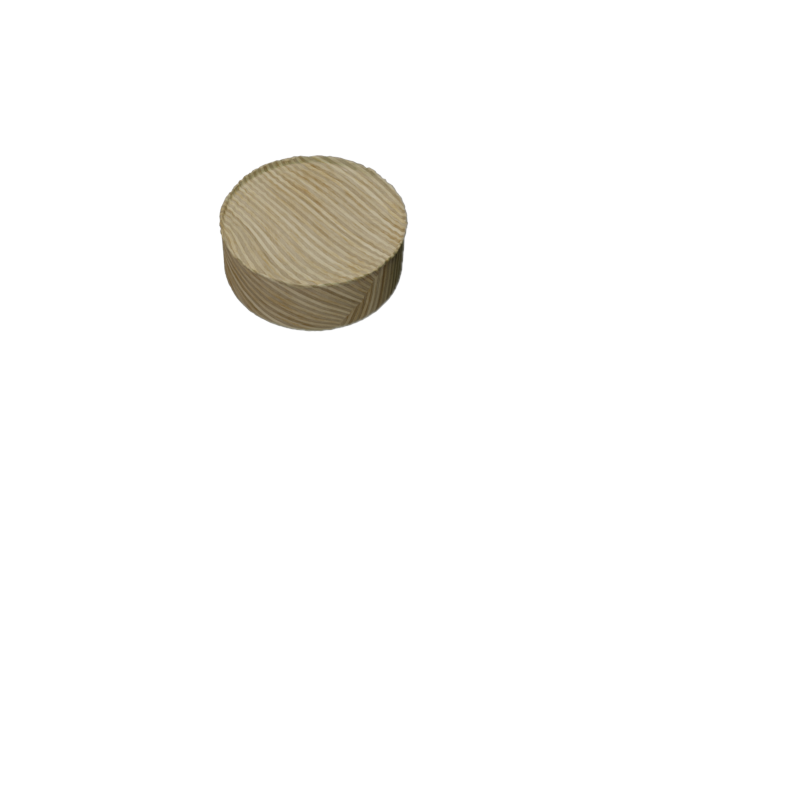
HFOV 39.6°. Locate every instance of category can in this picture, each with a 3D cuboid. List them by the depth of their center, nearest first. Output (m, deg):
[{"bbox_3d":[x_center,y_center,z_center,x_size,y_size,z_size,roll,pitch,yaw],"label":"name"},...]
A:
[{"bbox_3d":[-0.040,-0.074,0.515,0.086,0.092,0.031,-1,-41,-1],"label":"can"}]
